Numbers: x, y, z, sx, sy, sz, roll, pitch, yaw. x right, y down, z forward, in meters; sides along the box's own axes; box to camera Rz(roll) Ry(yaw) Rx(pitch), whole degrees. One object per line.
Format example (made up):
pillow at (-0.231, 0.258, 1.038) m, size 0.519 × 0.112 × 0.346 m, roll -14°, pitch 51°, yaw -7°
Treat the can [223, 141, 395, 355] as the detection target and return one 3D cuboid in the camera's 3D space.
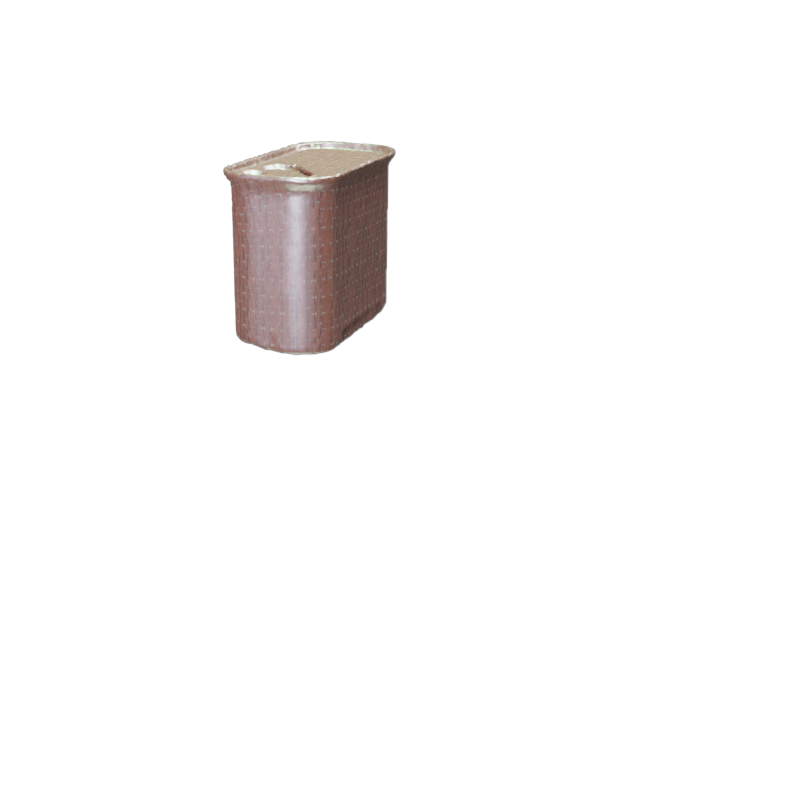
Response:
can at (-0.042, -0.077, 0.542) m, size 0.059 × 0.081 × 0.103 m, roll 7°, pitch 20°, yaw 20°
